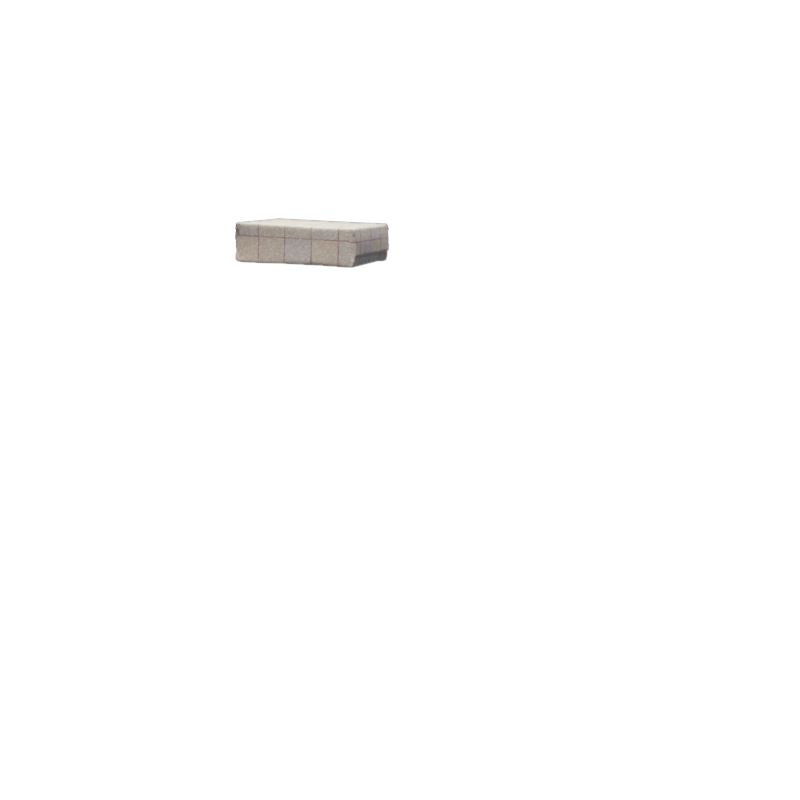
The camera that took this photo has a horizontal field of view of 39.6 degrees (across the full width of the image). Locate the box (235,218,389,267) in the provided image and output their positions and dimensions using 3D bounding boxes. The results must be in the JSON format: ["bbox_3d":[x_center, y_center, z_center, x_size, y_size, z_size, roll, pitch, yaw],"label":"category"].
[{"bbox_3d":[-0.077,-0.140,0.979,0.117,0.038,0.089,4,10,20],"label":"box"}]
